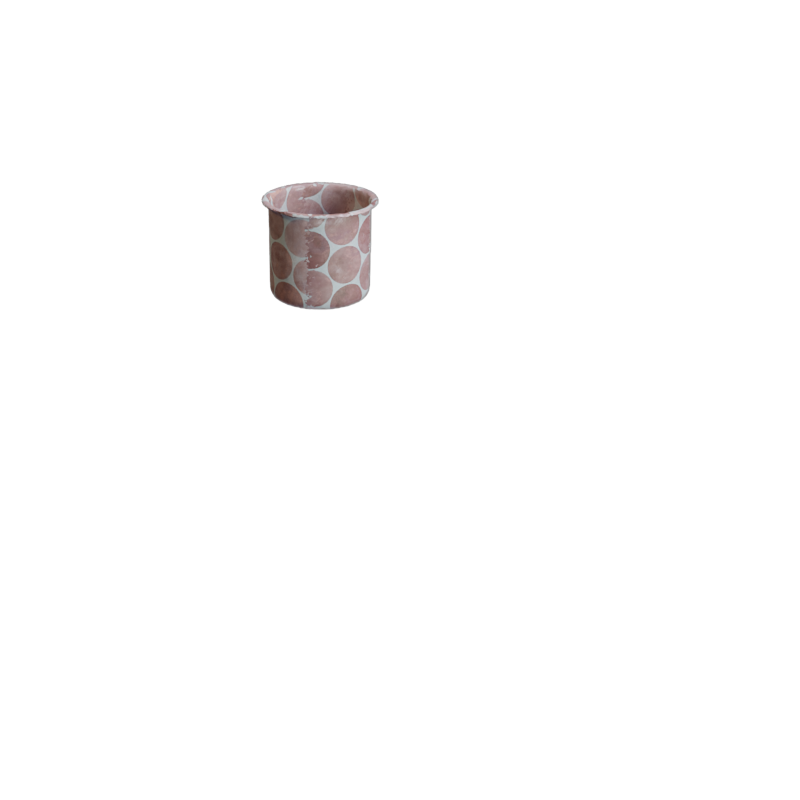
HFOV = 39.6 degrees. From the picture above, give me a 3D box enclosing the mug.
[{"bbox_3d":[-0.070,-0.128,0.899,0.091,0.078,0.125,-12,27,-27],"label":"mug"}]
